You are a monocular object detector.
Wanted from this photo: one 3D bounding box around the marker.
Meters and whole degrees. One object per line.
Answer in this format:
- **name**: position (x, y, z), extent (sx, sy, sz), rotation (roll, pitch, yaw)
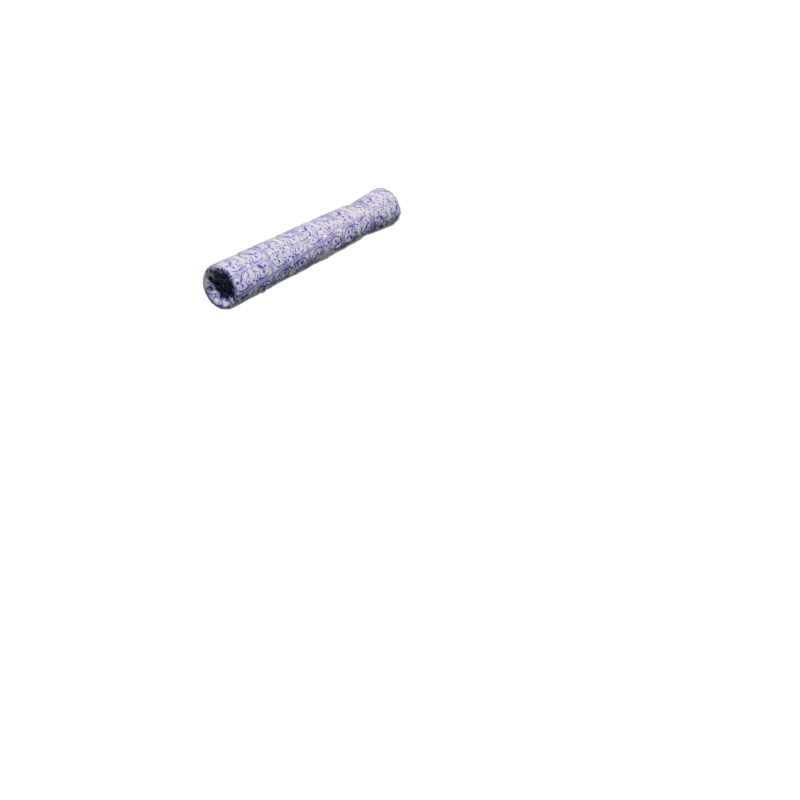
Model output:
- **marker**: position (-0.037, -0.067, 0.472), extent (0.020, 0.019, 0.121), rotation (3, 25, 35)
